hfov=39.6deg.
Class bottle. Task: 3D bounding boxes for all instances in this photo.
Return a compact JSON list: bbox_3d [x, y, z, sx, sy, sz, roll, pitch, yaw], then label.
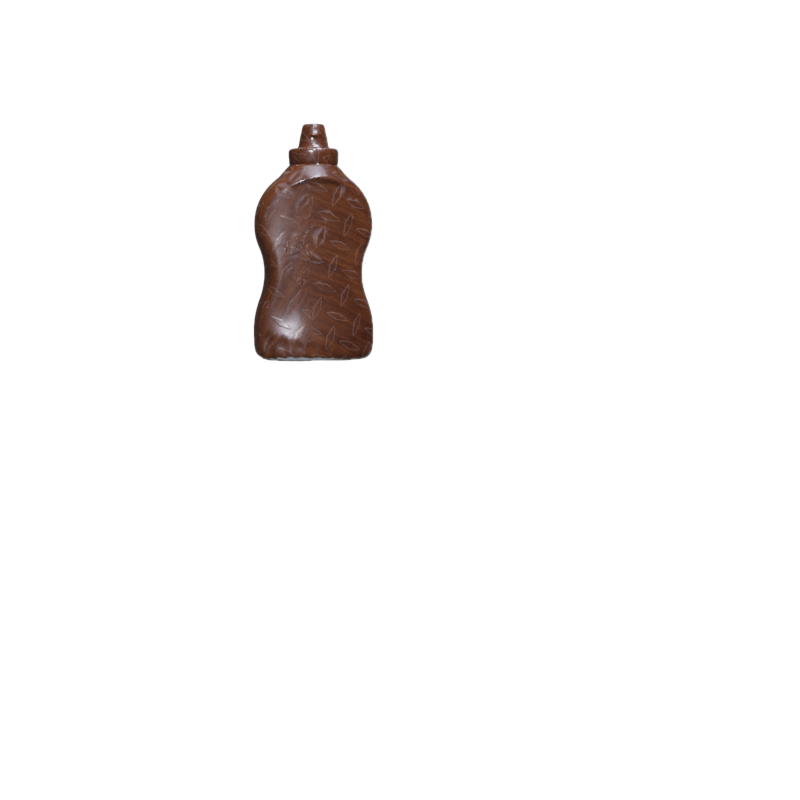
[{"bbox_3d":[-0.071,-0.130,0.907,0.095,0.192,0.059,0,0,-10],"label":"bottle"}]
